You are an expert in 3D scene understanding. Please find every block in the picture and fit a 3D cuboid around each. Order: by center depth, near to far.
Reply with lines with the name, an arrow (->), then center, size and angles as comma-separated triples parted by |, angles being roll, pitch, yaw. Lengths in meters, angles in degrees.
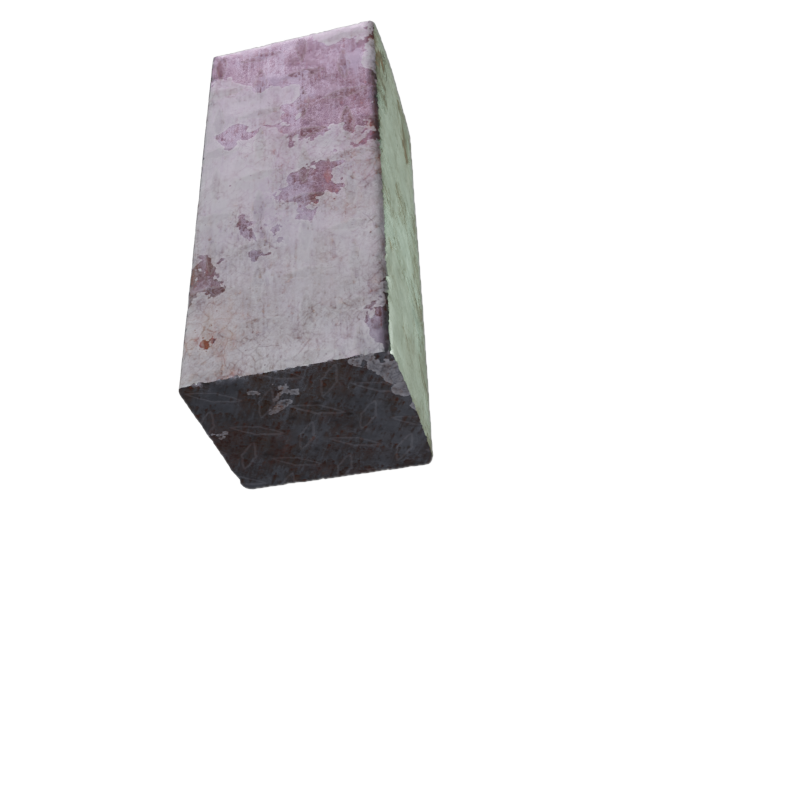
block -> -0.041, -0.076, 0.531 | 0.091, 0.221, 0.083 | -11, -38, 10
